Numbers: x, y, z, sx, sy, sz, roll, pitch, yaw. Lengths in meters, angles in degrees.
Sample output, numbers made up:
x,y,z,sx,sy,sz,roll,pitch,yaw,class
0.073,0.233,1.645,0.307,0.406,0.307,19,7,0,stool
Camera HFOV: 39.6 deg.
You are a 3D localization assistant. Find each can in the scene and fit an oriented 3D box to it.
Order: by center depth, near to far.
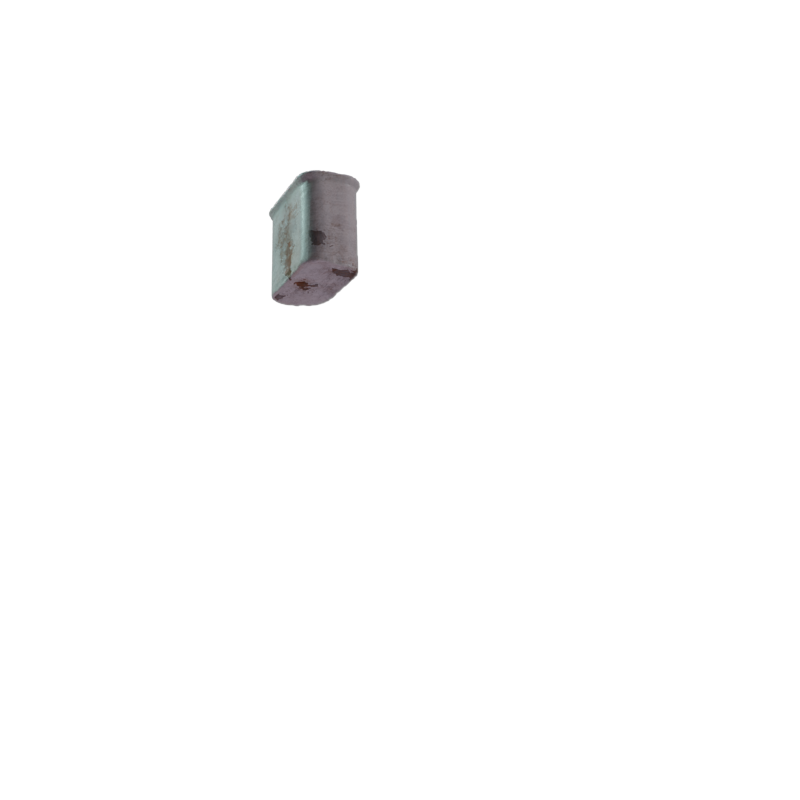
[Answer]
x,y,z,sx,sy,sz,roll,pitch,yaw,class
-0.074,-0.136,0.949,0.055,0.088,0.100,9,-23,-23,can
